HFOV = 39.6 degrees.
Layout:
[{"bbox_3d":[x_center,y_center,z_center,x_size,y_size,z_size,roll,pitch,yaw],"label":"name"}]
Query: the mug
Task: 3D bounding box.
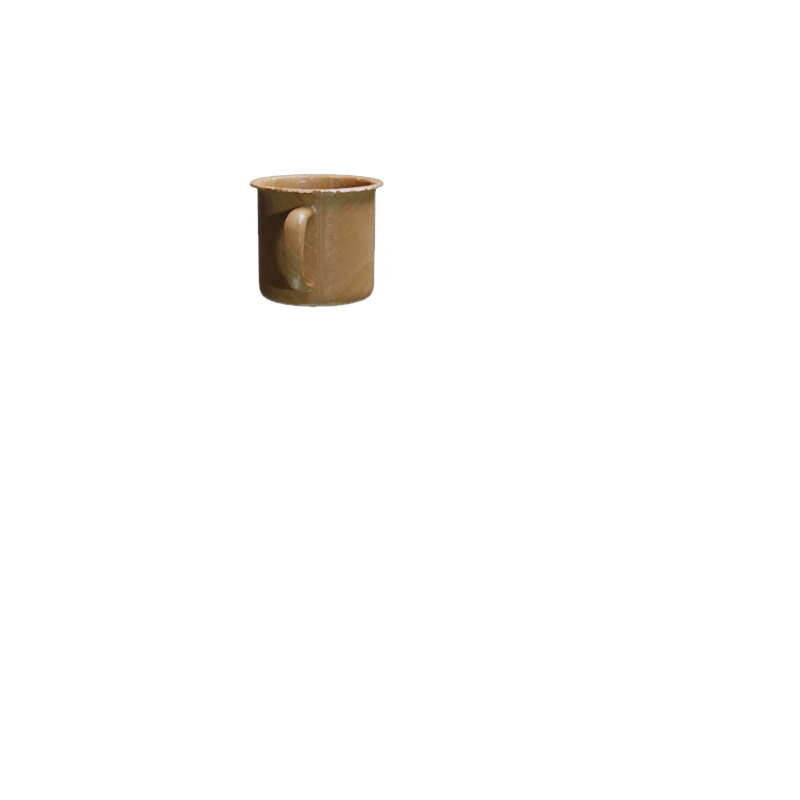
[{"bbox_3d":[-0.060,-0.109,0.764,0.094,0.079,0.119,2,16,7],"label":"mug"}]
